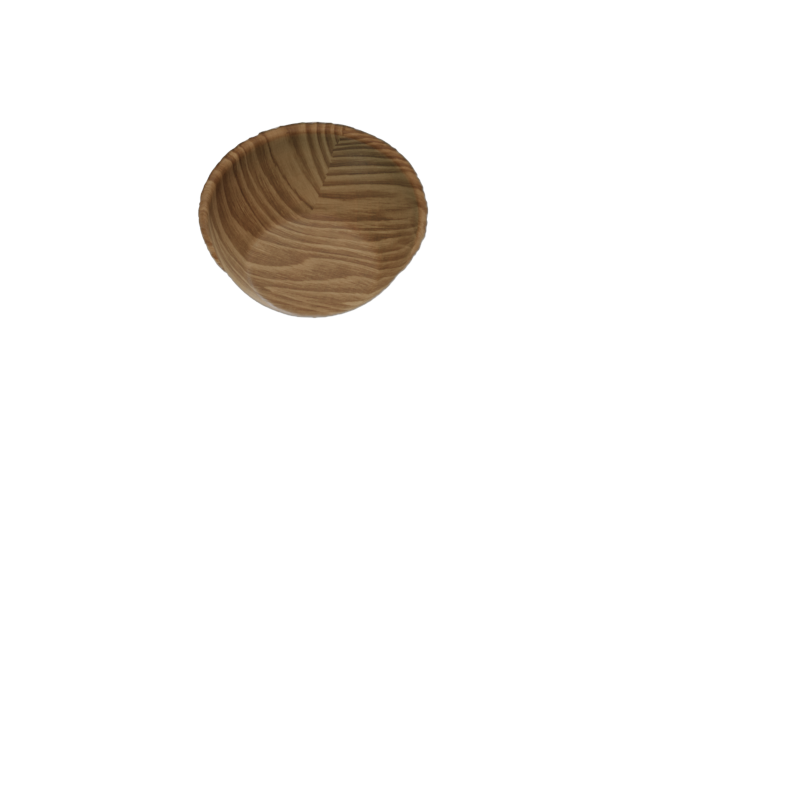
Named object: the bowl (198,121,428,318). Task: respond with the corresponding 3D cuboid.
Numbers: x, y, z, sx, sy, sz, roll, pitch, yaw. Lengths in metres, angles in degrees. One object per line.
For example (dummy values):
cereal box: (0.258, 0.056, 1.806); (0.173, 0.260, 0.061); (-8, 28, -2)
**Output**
bowl: (-0.059, -0.108, 0.759); (0.162, 0.151, 0.059); (1, 43, -1)
